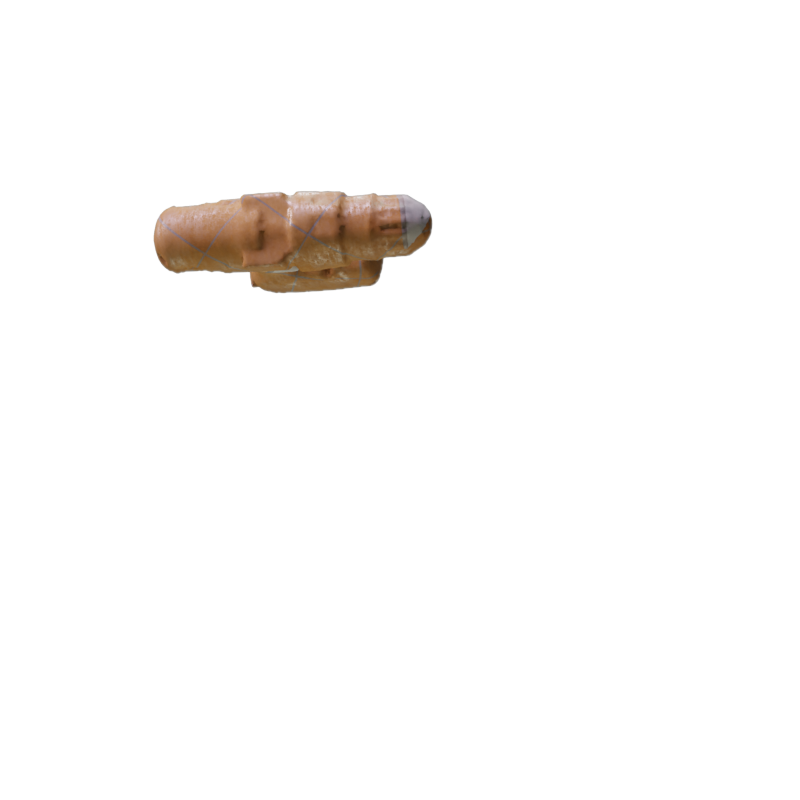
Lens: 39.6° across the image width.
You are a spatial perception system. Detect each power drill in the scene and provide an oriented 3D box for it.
[{"bbox_3d":[-0.062,-0.113,0.791,0.187,0.058,0.183,0,0,10],"label":"power drill"}]
